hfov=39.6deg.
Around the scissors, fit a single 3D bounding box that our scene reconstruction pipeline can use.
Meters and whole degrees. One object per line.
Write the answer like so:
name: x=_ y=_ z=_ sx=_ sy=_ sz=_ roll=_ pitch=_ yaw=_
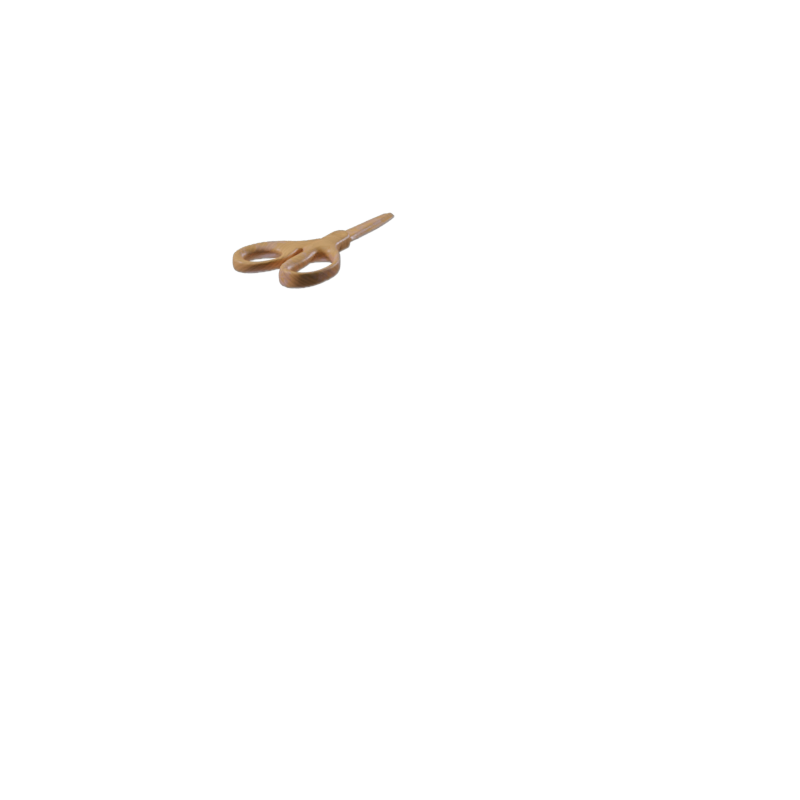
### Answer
scissors: x=-0.073 y=-0.133 z=0.931 sx=0.098 sy=0.015 sz=0.207 roll=5 pitch=25 yaw=12
